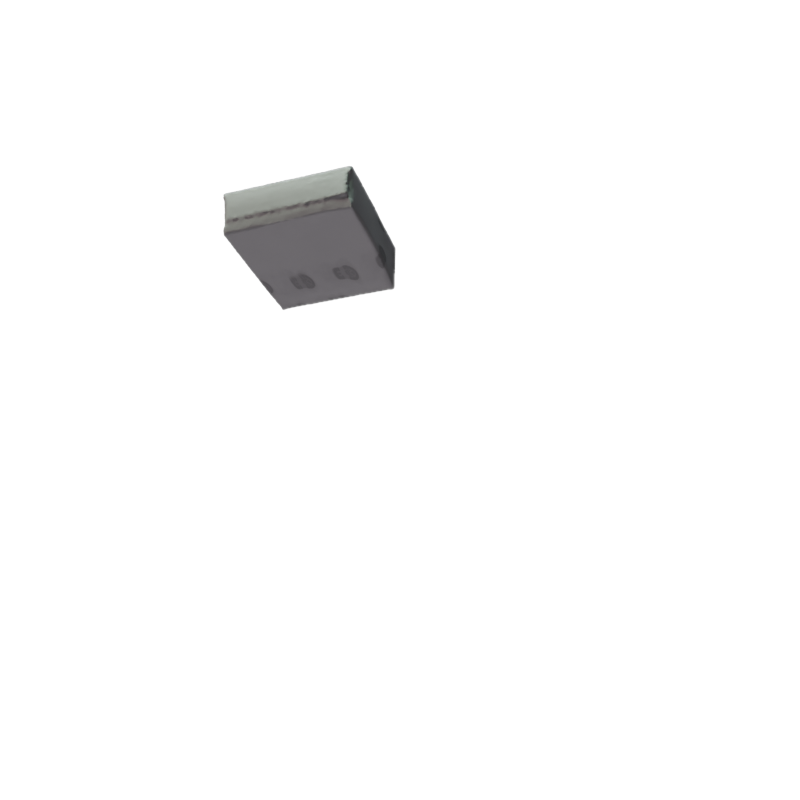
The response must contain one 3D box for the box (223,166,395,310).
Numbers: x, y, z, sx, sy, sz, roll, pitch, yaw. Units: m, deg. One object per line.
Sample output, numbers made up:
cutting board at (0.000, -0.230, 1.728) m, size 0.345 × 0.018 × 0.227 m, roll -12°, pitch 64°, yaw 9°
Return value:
box at (-0.059, -0.108, 0.757) m, size 0.091 × 0.041 × 0.105 m, roll -8°, pitch -29°, yaw 14°
